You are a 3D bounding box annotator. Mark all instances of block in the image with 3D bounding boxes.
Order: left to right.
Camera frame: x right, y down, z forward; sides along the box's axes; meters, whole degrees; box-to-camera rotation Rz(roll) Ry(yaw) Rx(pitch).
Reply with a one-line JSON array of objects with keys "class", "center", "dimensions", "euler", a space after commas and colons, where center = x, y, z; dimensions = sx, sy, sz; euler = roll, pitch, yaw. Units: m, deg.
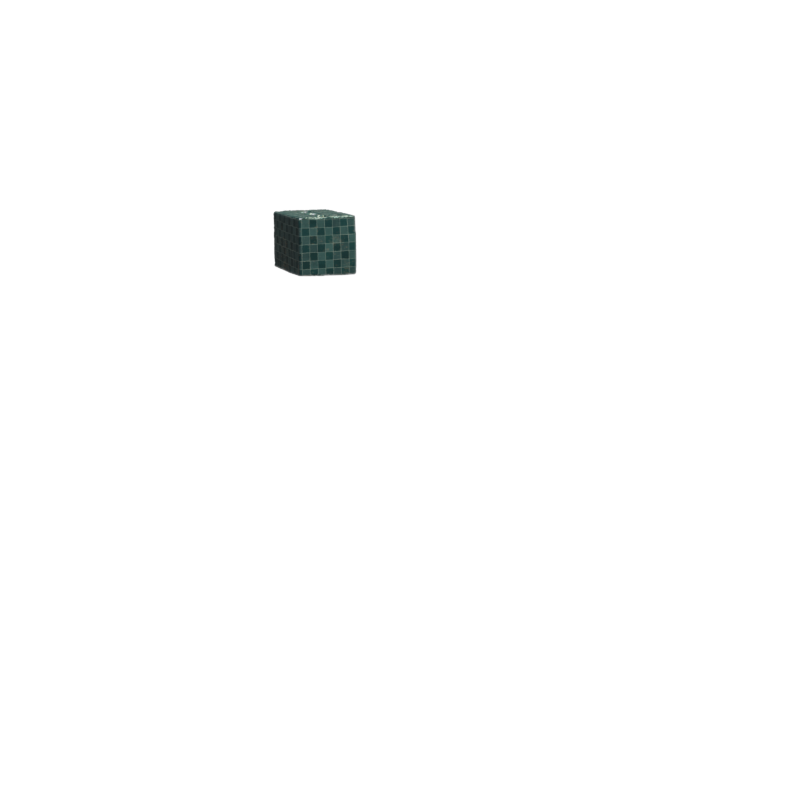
[{"class": "block", "center": [-0.076, -0.139, 0.976], "dimensions": [0.051, 0.050, 0.082], "euler": [-4, 12, -22]}]
